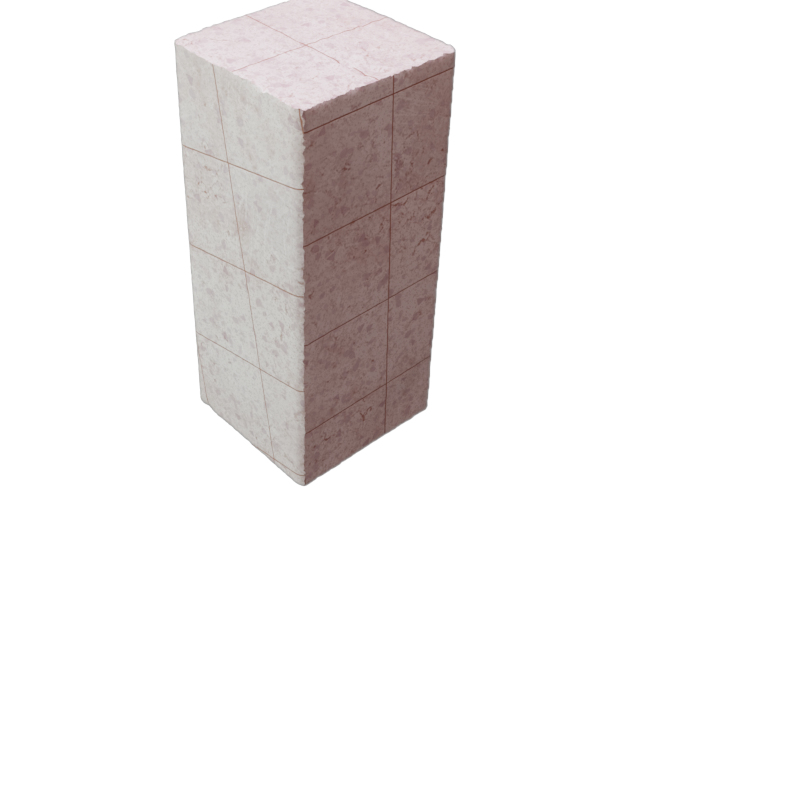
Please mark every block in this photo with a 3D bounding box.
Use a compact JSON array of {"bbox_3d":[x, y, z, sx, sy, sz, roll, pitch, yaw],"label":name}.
[{"bbox_3d":[-0.042,-0.076,0.532,0.091,0.193,0.096,-29,48,-34],"label":"block"}]
